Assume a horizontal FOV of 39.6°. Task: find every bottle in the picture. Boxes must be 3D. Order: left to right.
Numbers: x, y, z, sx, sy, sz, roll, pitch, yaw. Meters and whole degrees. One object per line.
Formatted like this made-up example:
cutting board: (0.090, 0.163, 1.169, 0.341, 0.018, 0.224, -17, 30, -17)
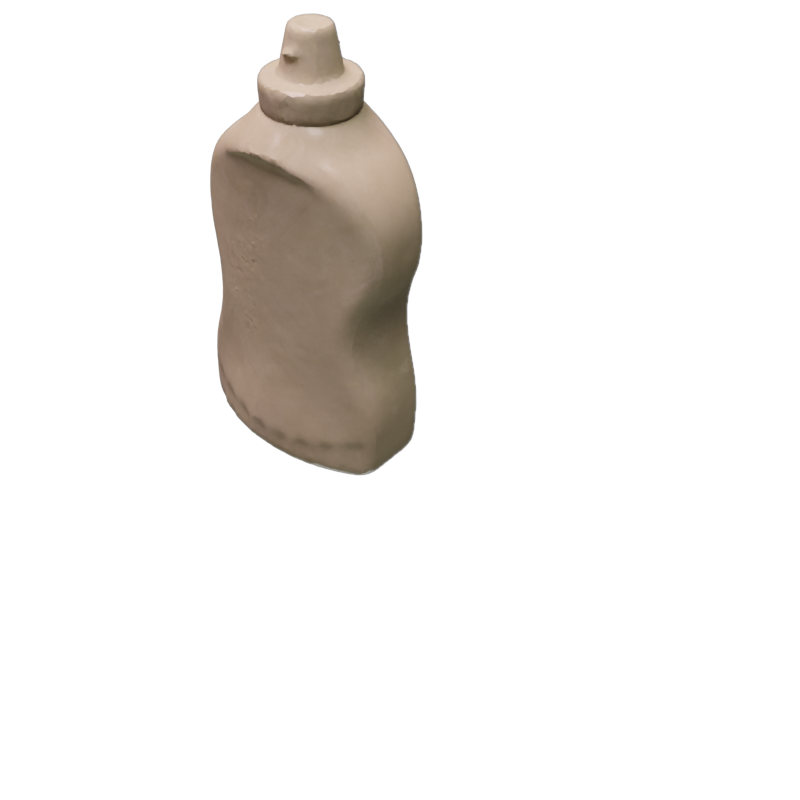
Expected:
bottle: (-0.036, -0.065, 0.457, 0.102, 0.180, 0.058, 29, 42, 33)
